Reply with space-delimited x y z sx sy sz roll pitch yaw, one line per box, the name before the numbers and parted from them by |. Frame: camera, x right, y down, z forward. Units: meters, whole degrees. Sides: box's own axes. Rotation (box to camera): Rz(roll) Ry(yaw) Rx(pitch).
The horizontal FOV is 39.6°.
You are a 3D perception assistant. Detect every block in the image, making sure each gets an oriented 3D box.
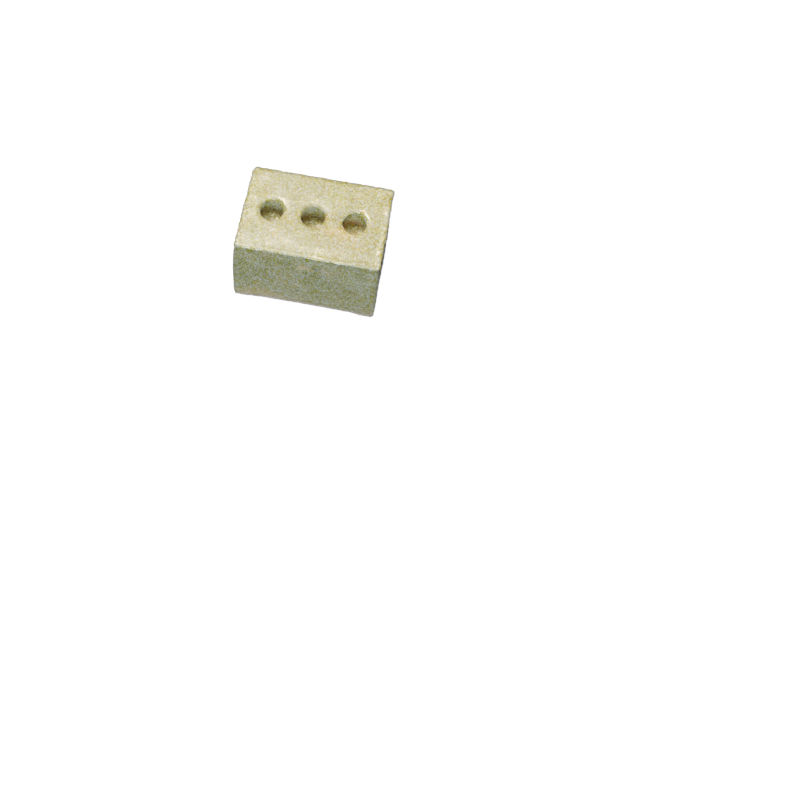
block | -0.046 -0.084 0.591 0.079 0.056 0.048 9 -28 4
